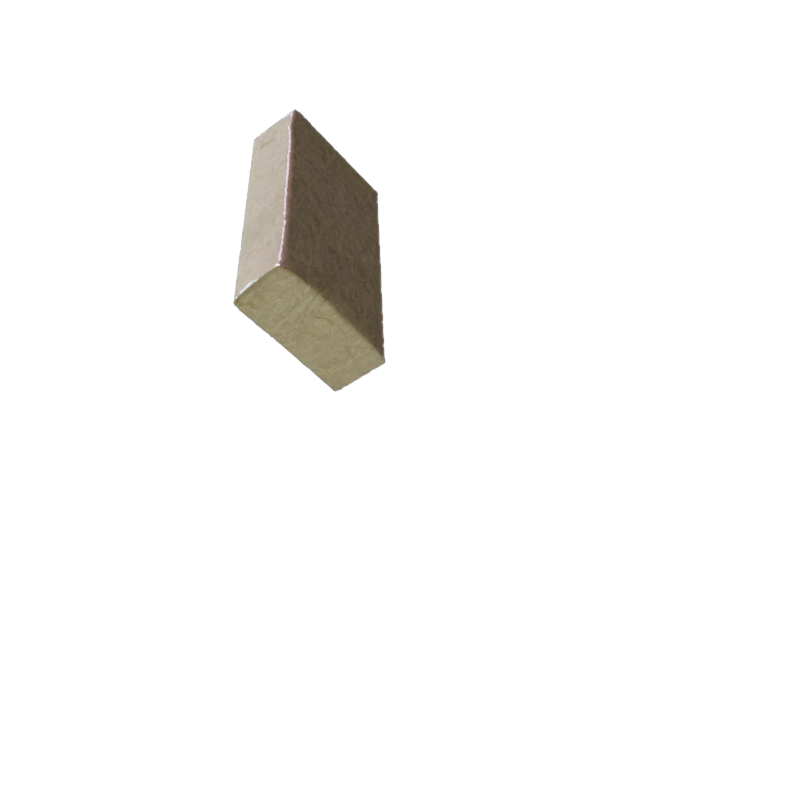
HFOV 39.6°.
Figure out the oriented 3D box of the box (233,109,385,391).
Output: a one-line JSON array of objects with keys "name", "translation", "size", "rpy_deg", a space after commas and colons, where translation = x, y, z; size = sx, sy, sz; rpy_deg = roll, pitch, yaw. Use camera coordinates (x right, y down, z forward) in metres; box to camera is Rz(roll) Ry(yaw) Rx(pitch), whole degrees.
[{"name": "box", "translation": [-0.055, -0.100, 0.700], "size": [0.048, 0.189, 0.087], "rpy_deg": [-34, -57, 22]}]
